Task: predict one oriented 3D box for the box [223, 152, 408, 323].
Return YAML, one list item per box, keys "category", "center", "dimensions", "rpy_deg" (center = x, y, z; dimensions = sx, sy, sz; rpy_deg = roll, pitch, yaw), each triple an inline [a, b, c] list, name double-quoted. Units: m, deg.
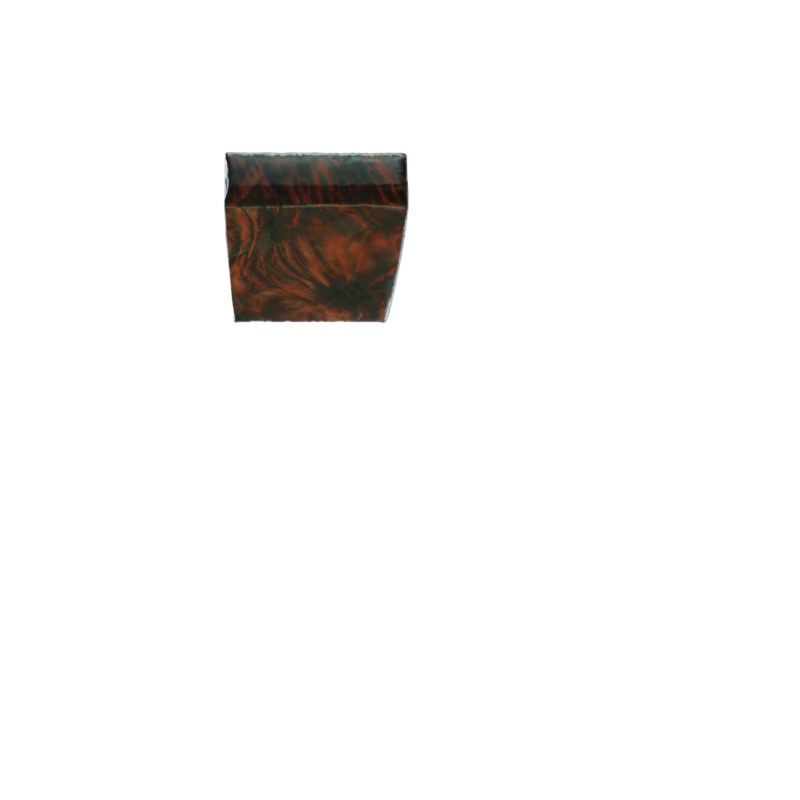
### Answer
- category: "box"
  center: [-0.045, -0.082, 0.576]
  dimensions: [0.089, 0.041, 0.107]
  rpy_deg: [2, -31, -4]
